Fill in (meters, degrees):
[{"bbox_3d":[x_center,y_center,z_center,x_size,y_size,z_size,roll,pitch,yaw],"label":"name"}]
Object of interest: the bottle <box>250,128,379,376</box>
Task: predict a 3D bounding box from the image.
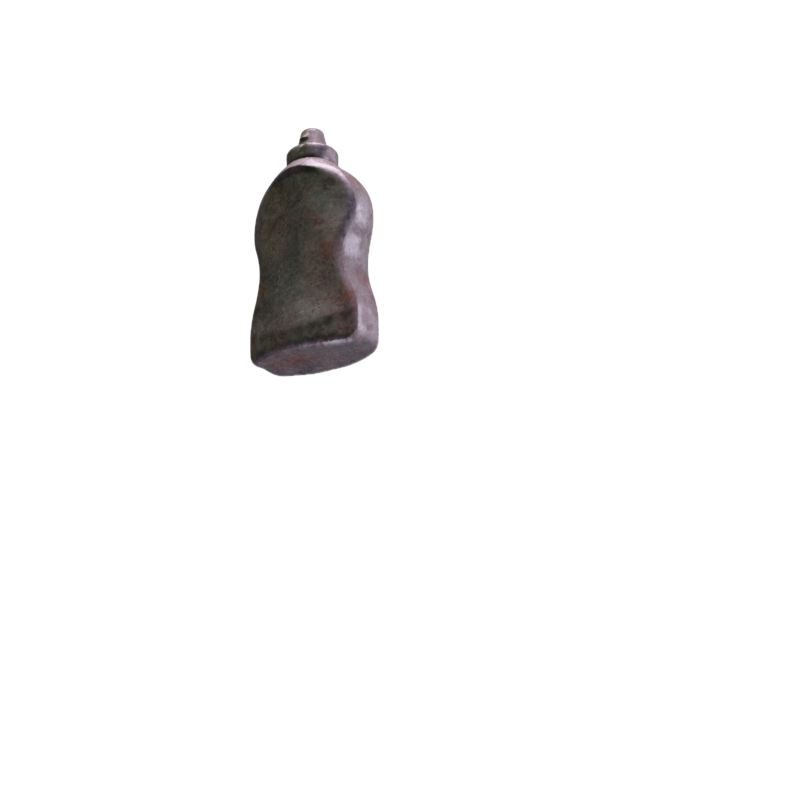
[{"bbox_3d":[-0.066,-0.119,0.835,0.097,0.203,0.054,-17,-29,30],"label":"bottle"}]
